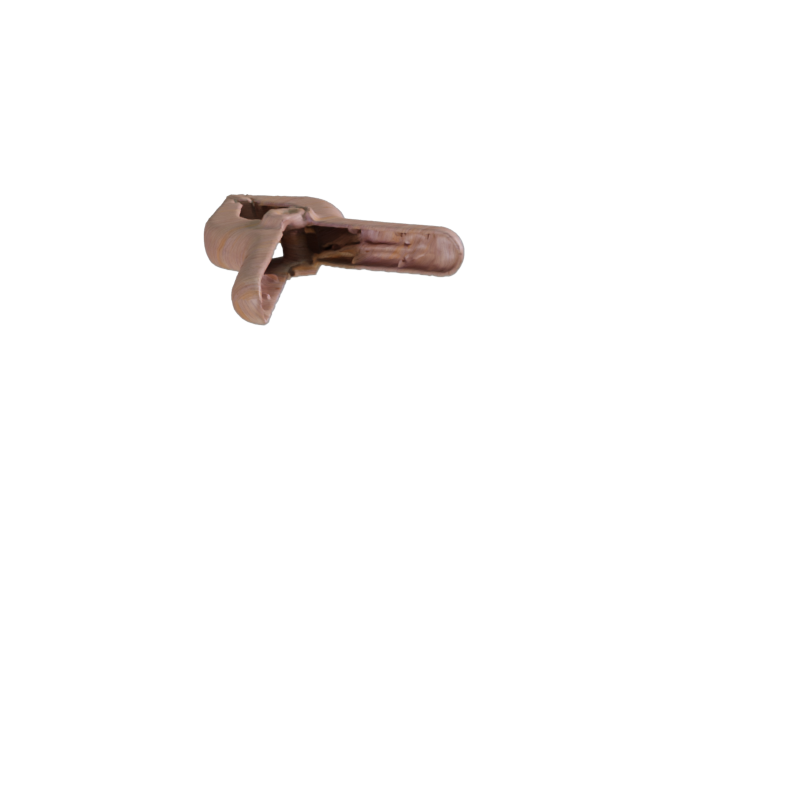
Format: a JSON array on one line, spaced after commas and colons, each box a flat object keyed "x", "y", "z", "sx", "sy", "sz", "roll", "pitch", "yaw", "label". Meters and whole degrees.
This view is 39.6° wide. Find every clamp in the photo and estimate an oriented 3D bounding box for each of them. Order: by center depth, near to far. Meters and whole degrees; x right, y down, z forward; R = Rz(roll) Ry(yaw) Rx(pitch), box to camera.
[{"x": -0.046, "y": -0.084, "z": 0.591, "sx": 0.118, "sy": 0.037, "sz": 0.183, "roll": -8, "pitch": 25, "yaw": -17, "label": "clamp"}]
